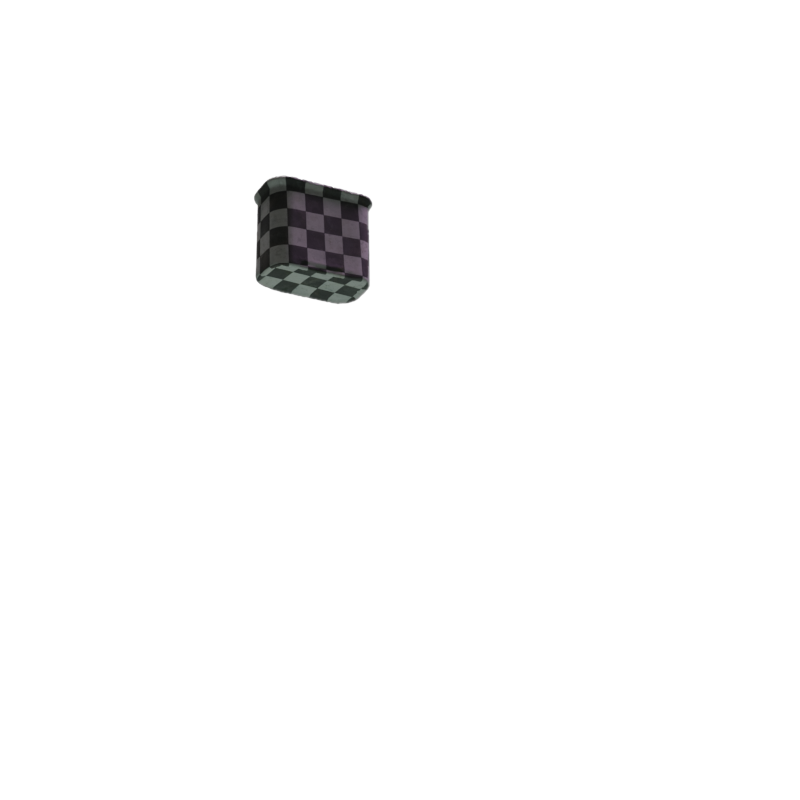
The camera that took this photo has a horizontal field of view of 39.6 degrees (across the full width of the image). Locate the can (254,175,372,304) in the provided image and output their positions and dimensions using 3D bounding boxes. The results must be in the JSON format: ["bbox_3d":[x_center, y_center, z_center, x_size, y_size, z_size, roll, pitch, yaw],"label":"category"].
[{"bbox_3d":[-0.075,-0.136,0.955,0.098,0.089,0.056,11,-27,-25],"label":"can"}]
